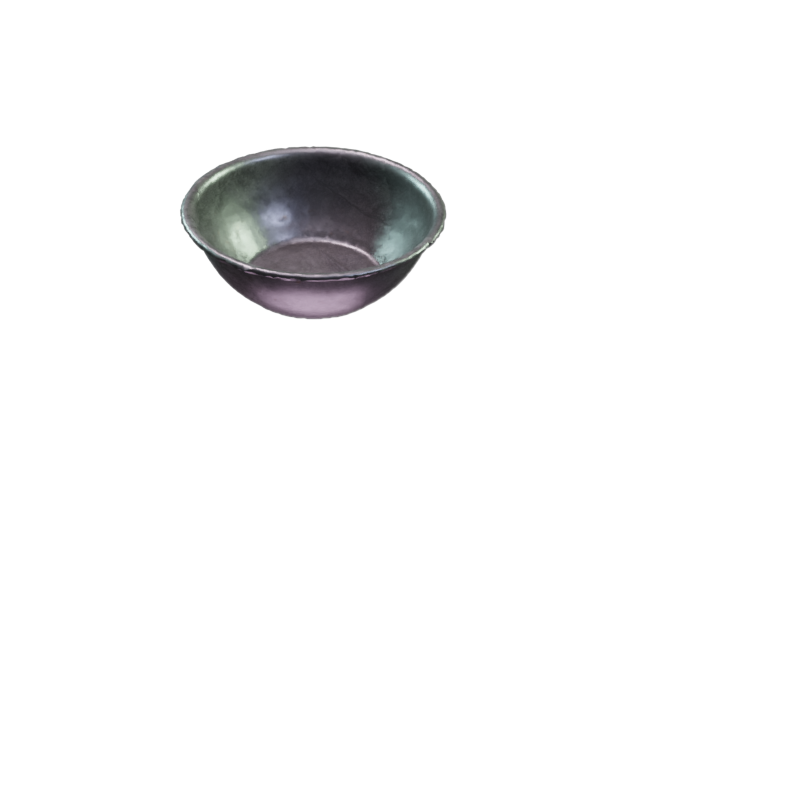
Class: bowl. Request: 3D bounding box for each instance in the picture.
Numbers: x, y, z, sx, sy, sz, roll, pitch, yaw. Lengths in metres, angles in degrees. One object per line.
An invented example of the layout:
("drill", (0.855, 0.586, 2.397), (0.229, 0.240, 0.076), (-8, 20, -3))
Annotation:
("bowl", (-0.054, -0.099, 0.690), (0.162, 0.051, 0.173), (-1, 37, -2))
